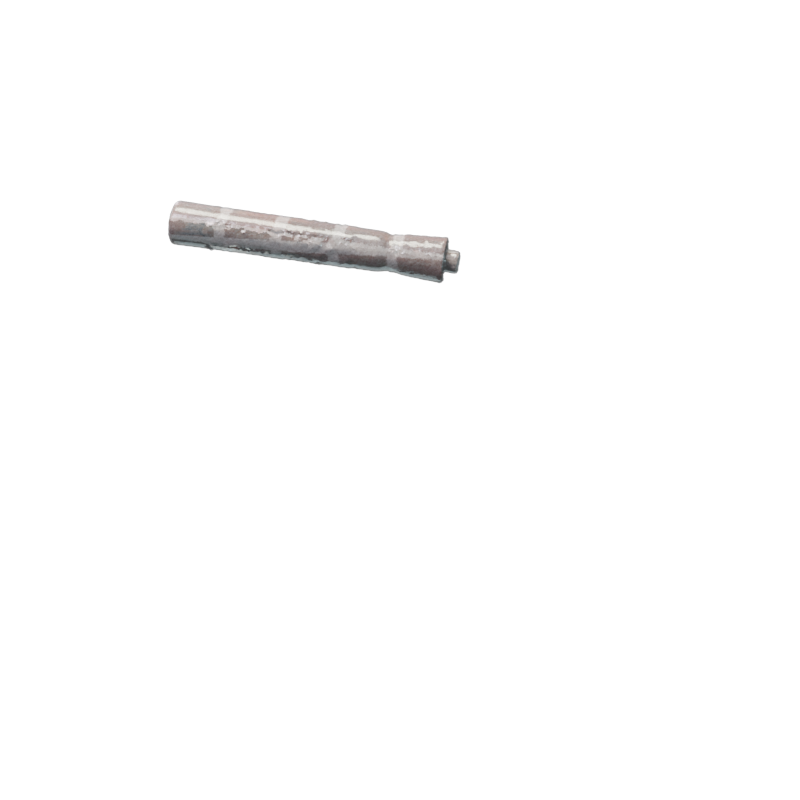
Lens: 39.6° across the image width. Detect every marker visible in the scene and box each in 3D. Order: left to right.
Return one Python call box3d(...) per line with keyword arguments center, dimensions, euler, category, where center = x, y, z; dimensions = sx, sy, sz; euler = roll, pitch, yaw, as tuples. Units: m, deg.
box3d(center=(-0.036, -0.066, 0.459), dimensions=(0.123, 0.020, 0.020), euler=(10, 5, 11), category="marker")
